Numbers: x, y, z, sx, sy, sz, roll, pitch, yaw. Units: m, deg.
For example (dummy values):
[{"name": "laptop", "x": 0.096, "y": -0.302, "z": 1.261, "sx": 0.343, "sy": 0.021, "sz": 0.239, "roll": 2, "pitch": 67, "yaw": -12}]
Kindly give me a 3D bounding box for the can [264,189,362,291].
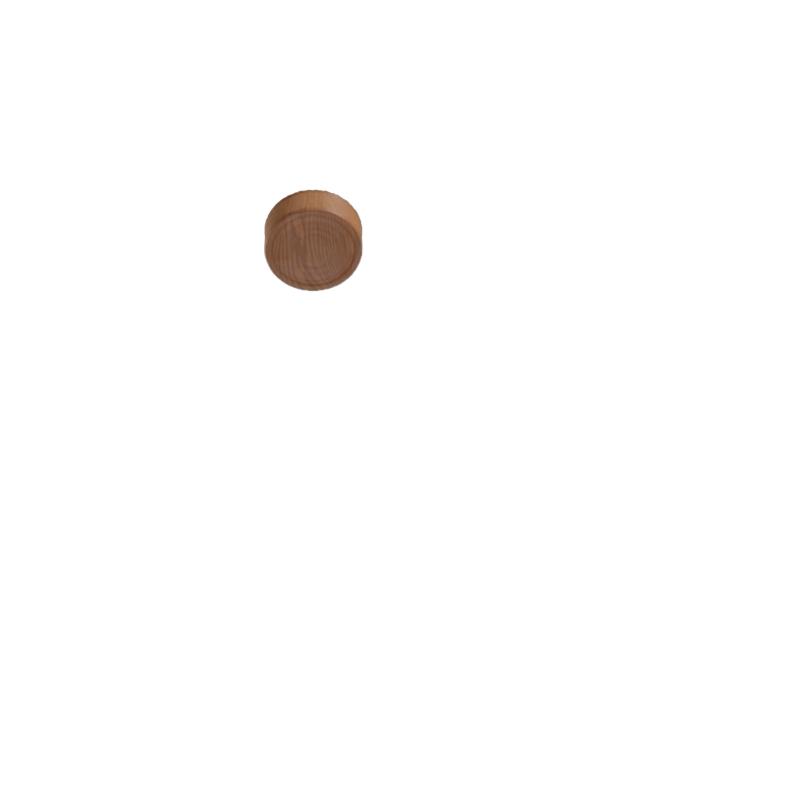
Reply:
[{"name": "can", "x": -0.075, "y": -0.136, "z": 0.955, "sx": 0.086, "sy": 0.080, "sz": 0.036, "roll": 1, "pitch": 36, "yaw": -1}]
